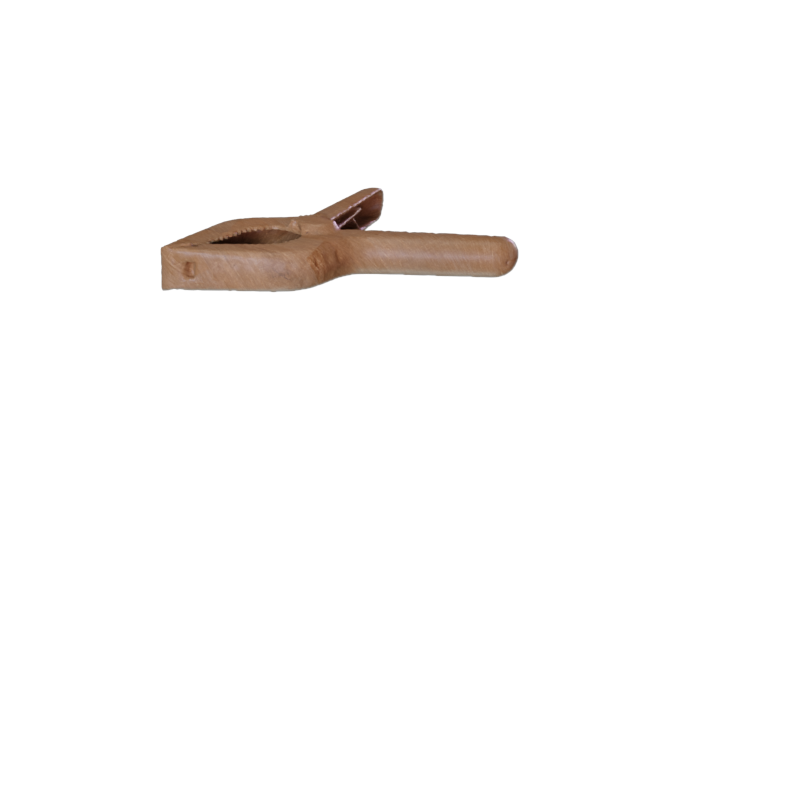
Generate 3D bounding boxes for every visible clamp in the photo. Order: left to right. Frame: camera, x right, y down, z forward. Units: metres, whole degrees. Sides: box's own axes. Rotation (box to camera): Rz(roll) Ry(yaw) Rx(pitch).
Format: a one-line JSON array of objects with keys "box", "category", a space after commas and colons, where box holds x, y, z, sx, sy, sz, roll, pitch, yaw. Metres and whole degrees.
[{"box": [-0.055, -0.101, 0.706, 0.206, 0.035, 0.175, -10, 24, -23], "category": "clamp"}]
